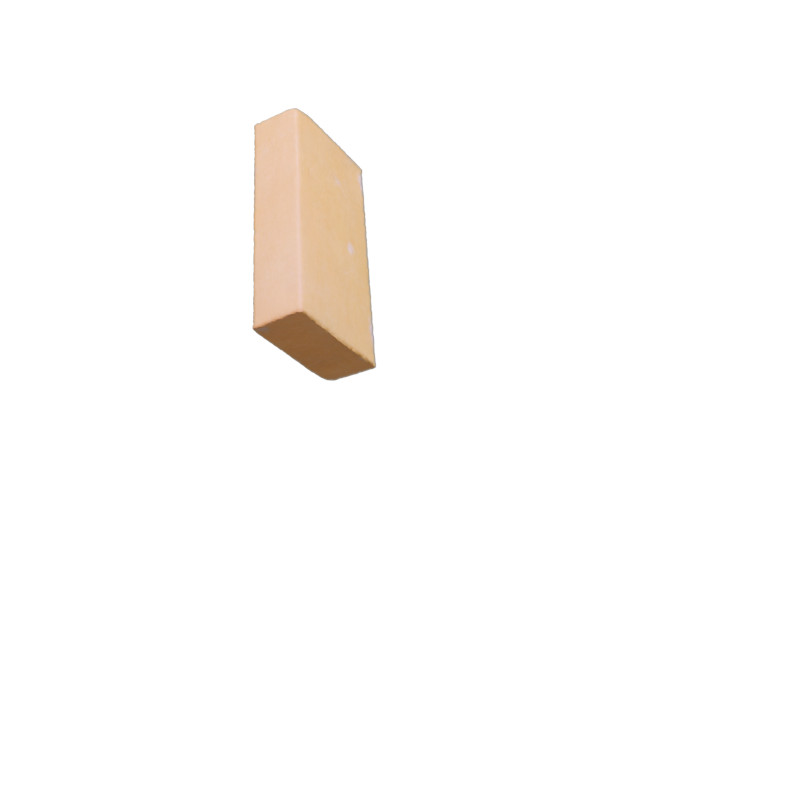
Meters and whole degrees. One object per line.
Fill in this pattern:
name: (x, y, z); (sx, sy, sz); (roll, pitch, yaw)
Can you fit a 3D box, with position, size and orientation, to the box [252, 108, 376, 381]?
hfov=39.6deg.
box: (-0.061, -0.111, 0.775); (0.048, 0.188, 0.086); (-20, -36, 26)
